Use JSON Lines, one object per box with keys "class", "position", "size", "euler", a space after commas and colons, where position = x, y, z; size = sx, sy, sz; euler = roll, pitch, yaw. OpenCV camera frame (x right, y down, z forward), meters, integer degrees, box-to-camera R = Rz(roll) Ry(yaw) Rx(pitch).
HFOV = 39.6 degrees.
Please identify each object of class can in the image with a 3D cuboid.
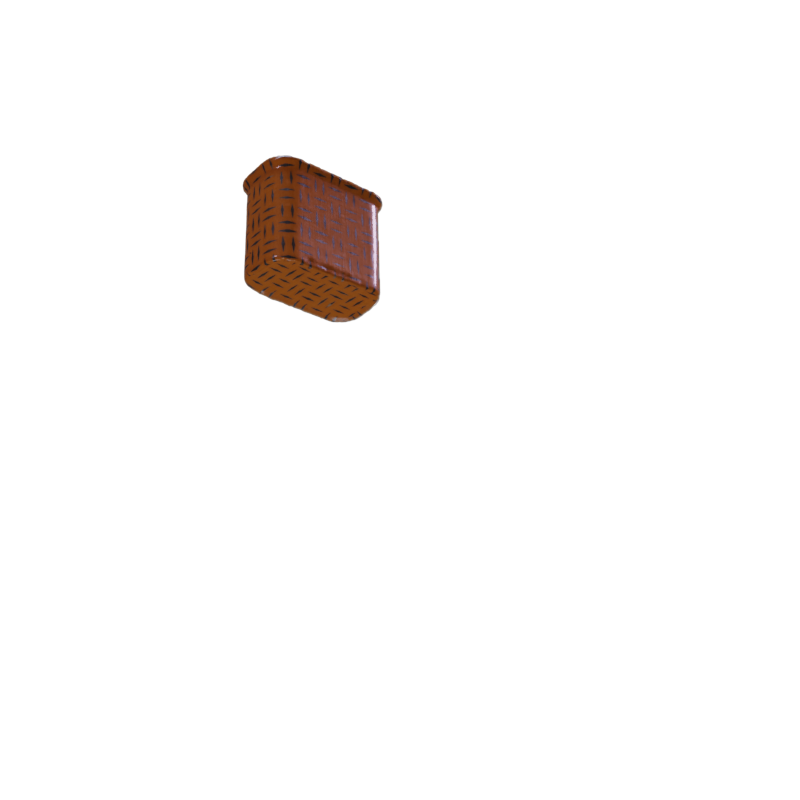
{"class": "can", "position": [-0.061, -0.111, 0.780], "size": [0.096, 0.089, 0.057], "euler": [20, -37, -32]}
